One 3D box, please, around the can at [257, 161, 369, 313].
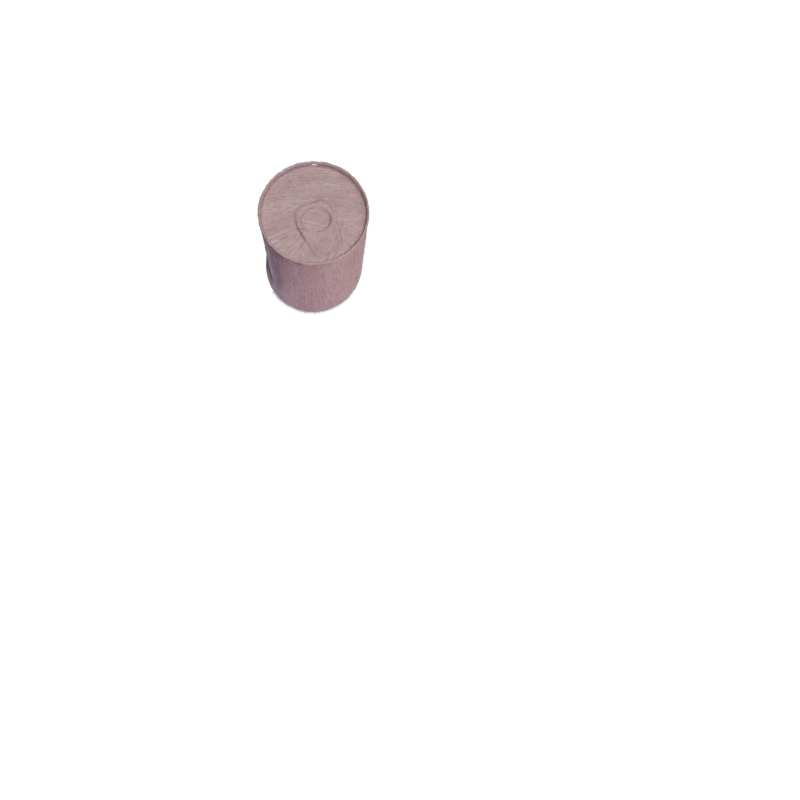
[{"bbox_3d":[-0.056,-0.102,0.718,0.068,0.072,0.098,0,-16,-3],"label":"can"}]
